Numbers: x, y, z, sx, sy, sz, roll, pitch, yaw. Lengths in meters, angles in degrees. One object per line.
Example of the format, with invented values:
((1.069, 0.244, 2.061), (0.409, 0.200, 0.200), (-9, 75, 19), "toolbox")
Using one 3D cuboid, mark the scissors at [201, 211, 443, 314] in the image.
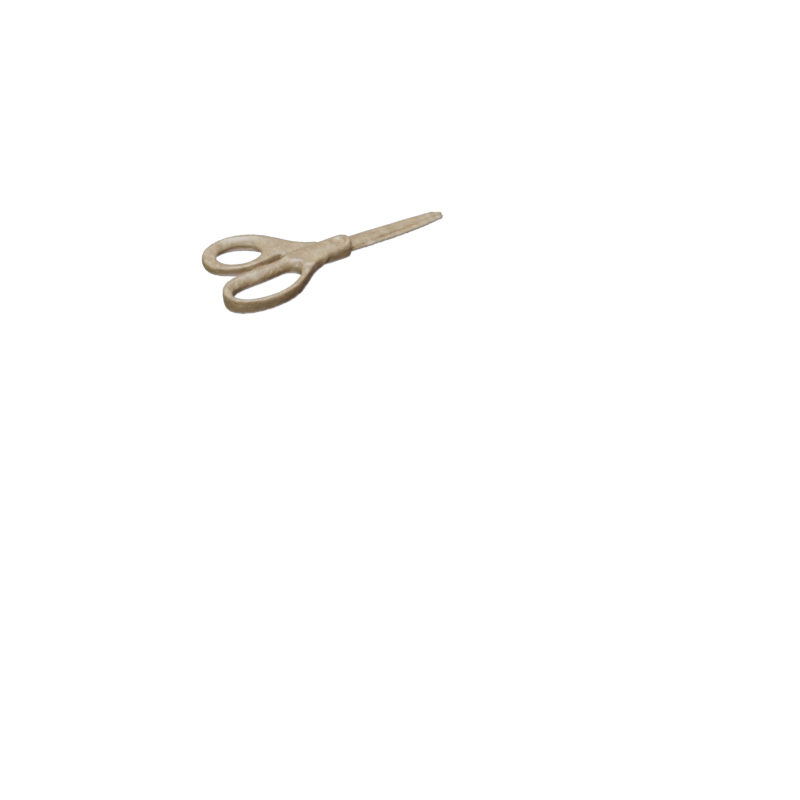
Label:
((-0.067, -0.122, 0.855), (0.102, 0.015, 0.202), (29, 46, 31), "scissors")
